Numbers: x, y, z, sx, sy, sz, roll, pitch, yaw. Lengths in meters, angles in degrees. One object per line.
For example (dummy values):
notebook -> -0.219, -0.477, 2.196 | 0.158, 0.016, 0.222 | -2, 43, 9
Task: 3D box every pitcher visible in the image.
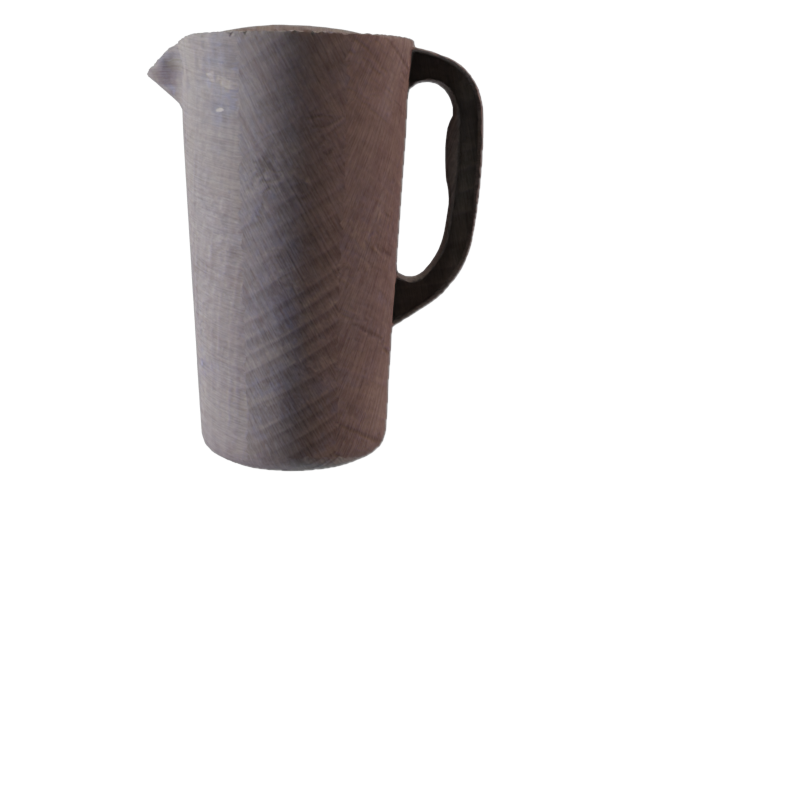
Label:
pitcher -> -0.050, -0.091, 0.634 | 0.157, 0.238, 0.141 | 9, 13, 43
